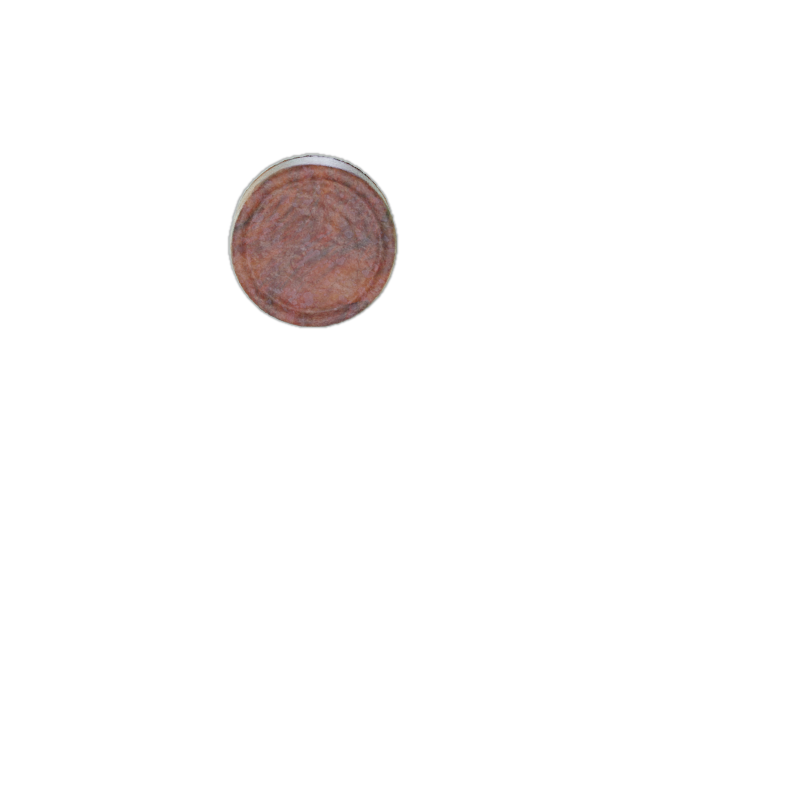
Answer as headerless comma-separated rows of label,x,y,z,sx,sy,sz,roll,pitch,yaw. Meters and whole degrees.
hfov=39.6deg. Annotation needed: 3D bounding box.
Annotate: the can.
can,-0.044,-0.081,0.567,0.086,0.083,0.035,0,13,-1
